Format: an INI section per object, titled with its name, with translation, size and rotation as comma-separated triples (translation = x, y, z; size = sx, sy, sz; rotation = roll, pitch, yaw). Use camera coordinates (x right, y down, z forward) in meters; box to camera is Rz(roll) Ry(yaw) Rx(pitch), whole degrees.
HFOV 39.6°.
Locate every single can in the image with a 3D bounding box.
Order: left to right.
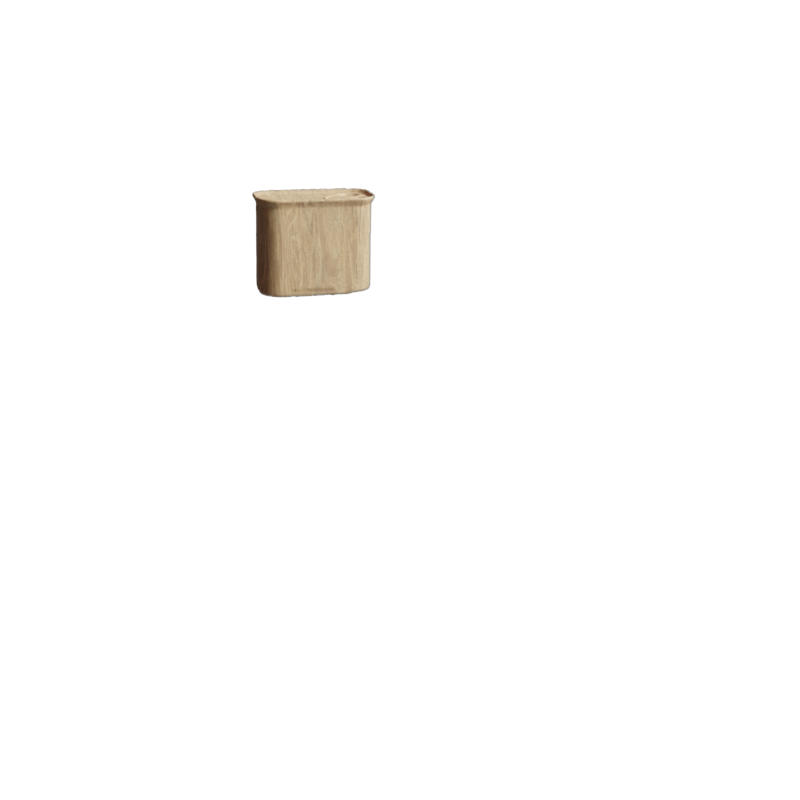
[can]
translation = -0.074, -0.135, 0.947
size = 0.100, 0.081, 0.060
rotation = -3, 14, -12
